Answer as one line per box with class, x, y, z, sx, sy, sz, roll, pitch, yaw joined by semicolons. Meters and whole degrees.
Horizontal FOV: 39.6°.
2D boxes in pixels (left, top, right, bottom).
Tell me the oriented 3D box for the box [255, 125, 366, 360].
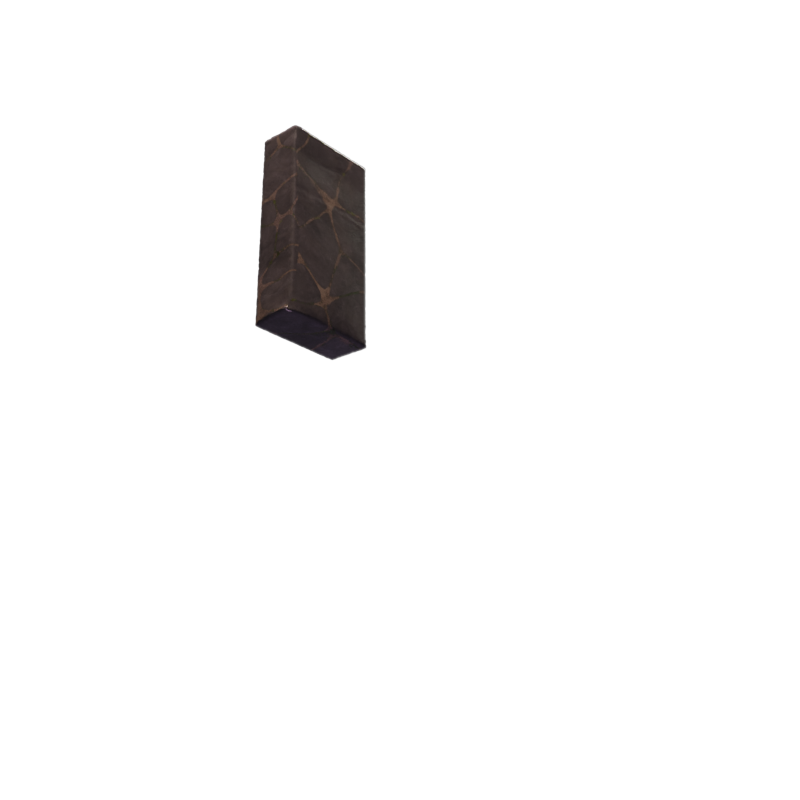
box;-0.073;-0.132;0.926;0.048;0.188;0.087;-25;-36;35
